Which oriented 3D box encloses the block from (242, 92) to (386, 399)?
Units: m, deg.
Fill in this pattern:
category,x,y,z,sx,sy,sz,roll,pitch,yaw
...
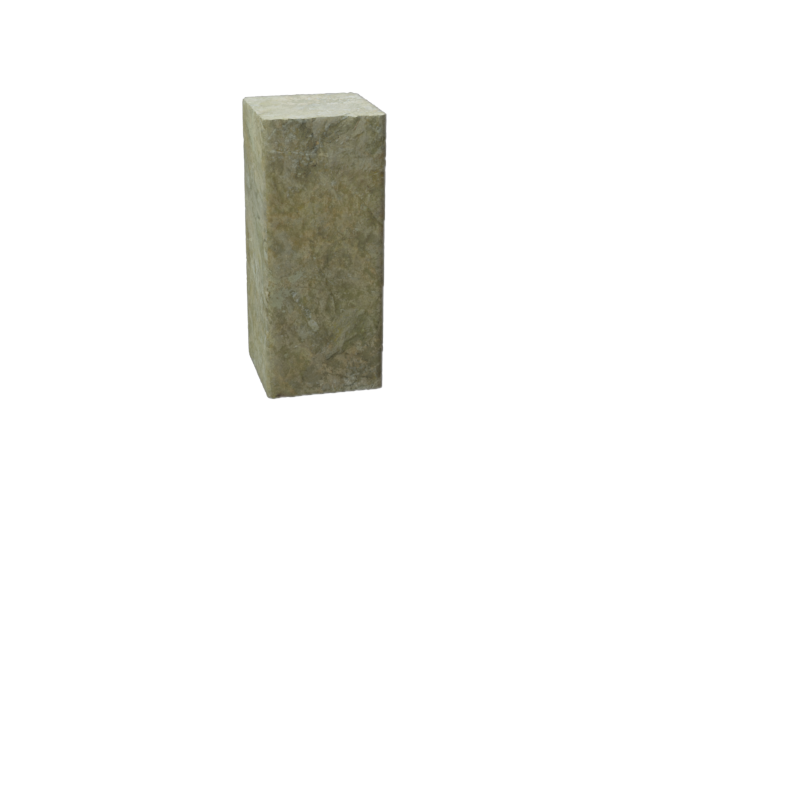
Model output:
category,x,y,z,sx,sy,sz,roll,pitch,yaw
block,-0.065,-0.117,0.822,0.089,0.197,0.096,-4,21,-14
